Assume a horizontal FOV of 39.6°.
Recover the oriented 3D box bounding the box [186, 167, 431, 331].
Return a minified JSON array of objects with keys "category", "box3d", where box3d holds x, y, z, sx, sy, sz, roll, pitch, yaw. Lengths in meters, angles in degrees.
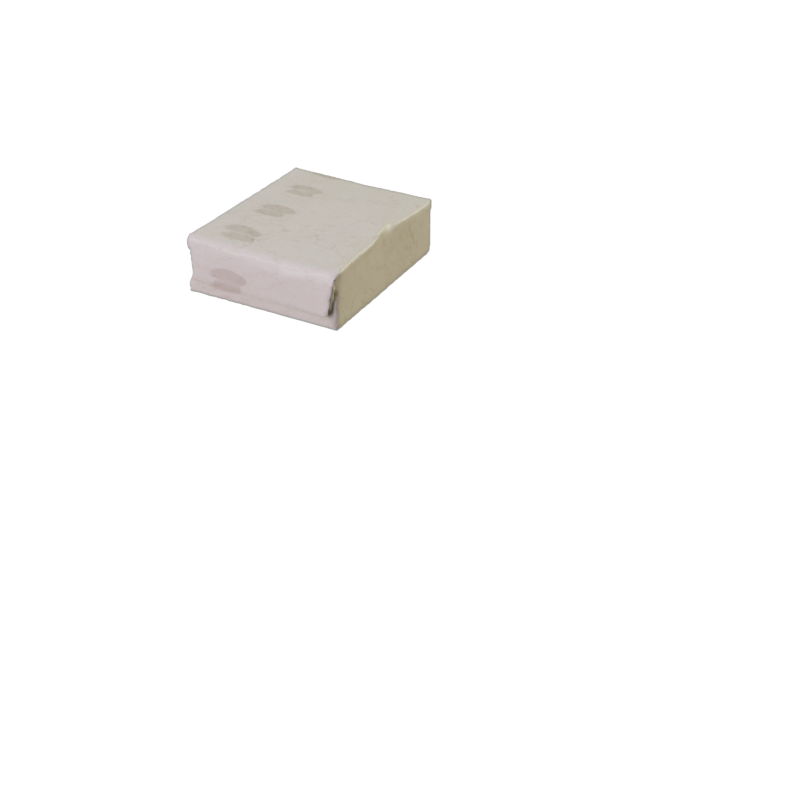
[{"category":"box","box3d":[-0.038,-0.069,0.483,0.076,0.028,0.091,16,35,24]}]
